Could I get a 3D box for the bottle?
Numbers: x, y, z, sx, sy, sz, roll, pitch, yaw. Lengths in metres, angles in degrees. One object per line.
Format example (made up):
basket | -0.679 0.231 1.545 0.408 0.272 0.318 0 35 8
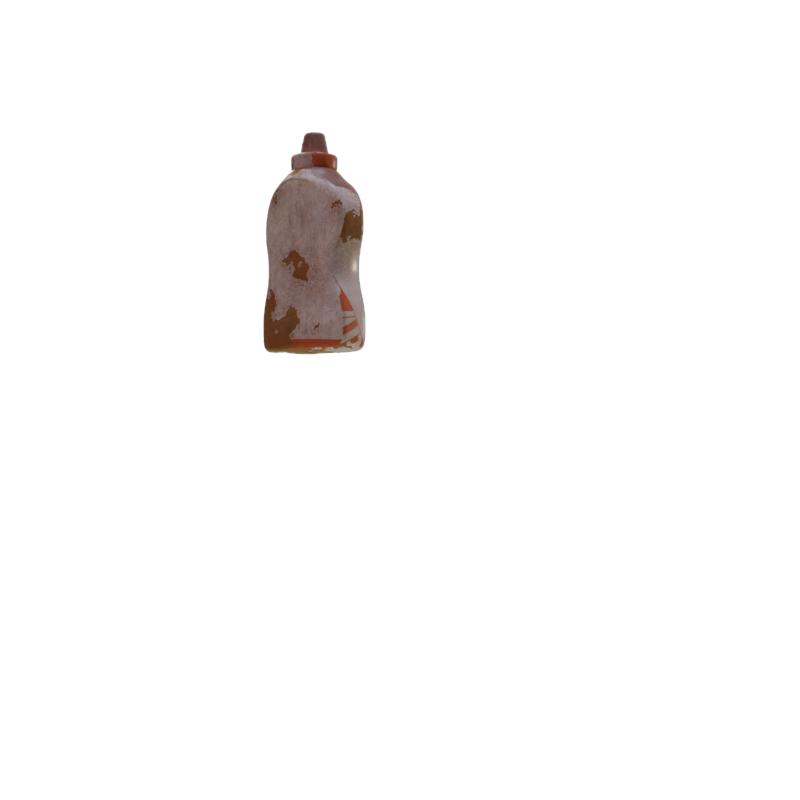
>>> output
bottle | -0.075 -0.137 0.962 0.099 0.195 0.056 -7 -10 42
